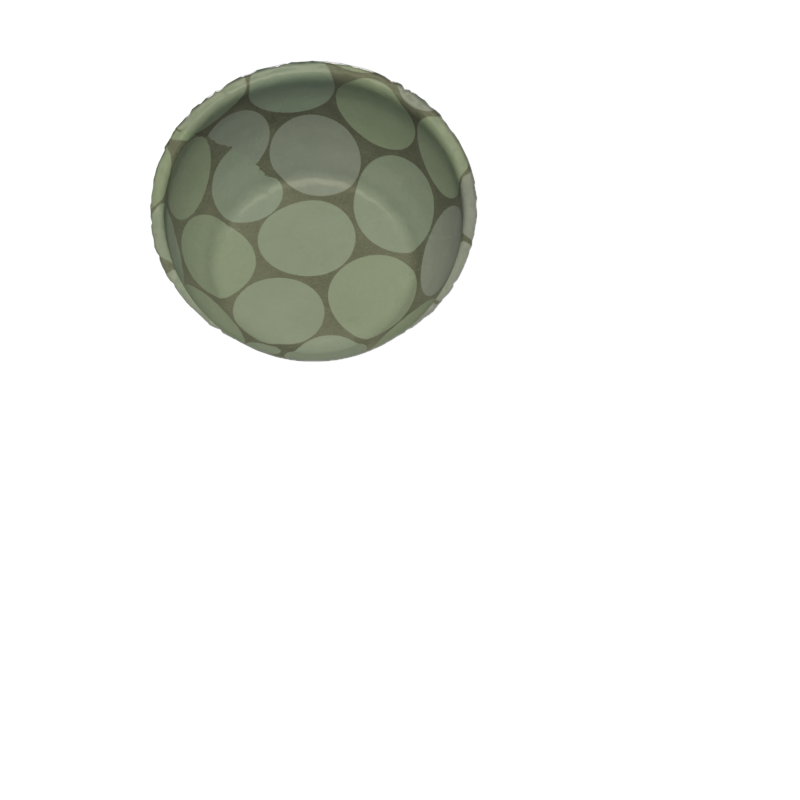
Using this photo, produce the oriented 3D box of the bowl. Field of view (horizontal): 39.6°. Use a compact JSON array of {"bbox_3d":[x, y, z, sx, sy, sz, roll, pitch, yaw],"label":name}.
[{"bbox_3d":[-0.041,-0.075,0.525,0.162,0.153,0.058,1,29,-1],"label":"bowl"}]
